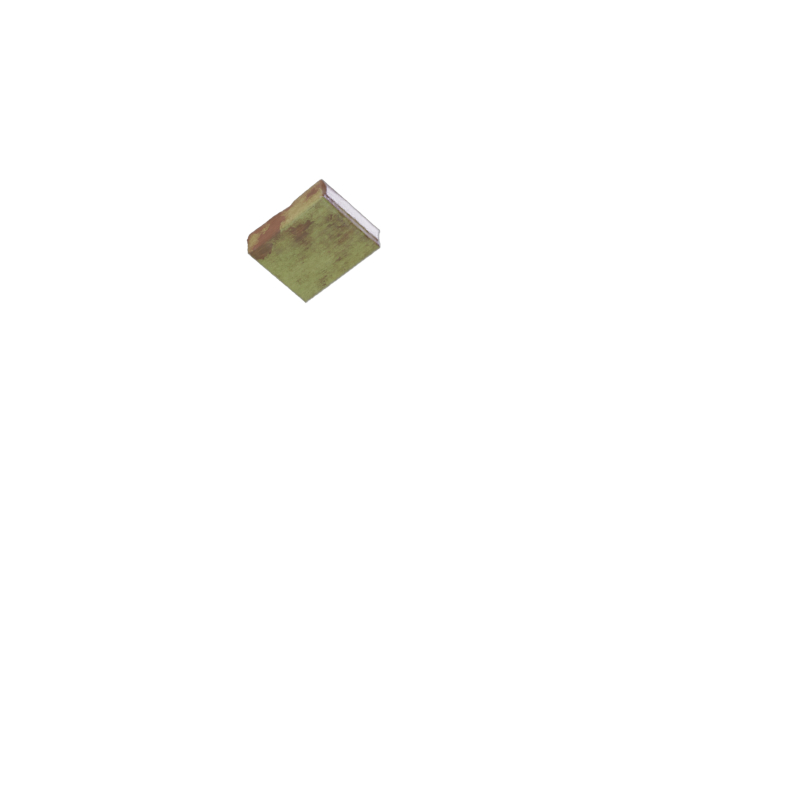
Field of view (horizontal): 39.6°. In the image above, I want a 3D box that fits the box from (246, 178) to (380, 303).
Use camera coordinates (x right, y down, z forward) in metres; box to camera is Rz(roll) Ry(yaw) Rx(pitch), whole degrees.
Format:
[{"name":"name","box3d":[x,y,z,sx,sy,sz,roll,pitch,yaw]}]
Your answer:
[{"name":"box","box3d":[-0.073,-0.133,0.931,0.089,0.032,0.069,-34,-57,25]}]
